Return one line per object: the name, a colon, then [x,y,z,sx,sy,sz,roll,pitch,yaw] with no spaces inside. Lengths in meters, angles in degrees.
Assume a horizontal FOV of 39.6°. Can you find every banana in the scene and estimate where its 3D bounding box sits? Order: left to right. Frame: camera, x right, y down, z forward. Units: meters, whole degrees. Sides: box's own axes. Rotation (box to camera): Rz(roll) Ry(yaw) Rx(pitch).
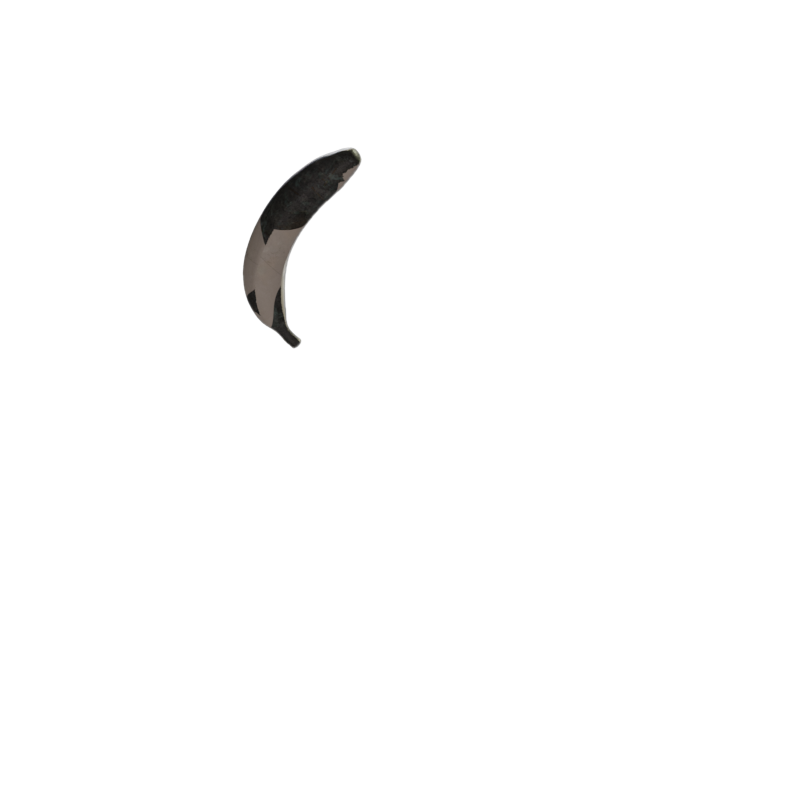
banana: [-0.093,-0.136,0.947,0.068,0.189,0.039,15,31,-11]
